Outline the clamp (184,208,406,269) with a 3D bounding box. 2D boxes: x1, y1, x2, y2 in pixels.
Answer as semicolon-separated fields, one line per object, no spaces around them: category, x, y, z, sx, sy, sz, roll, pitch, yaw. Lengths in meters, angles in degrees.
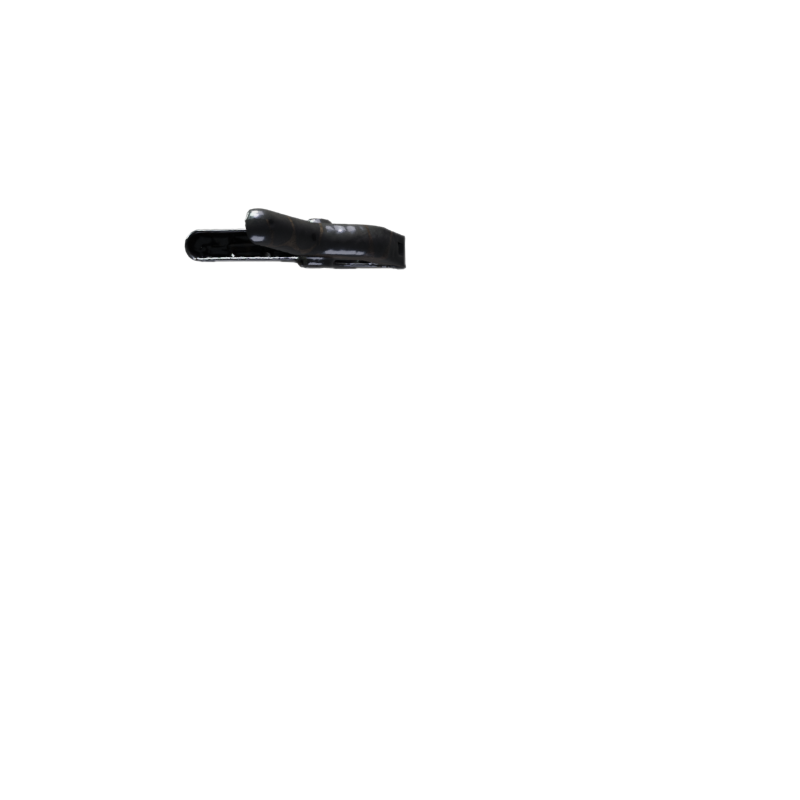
clamp;-0.065;-0.118;0.827;0.167;0.039;0.123;-2;5;-22
